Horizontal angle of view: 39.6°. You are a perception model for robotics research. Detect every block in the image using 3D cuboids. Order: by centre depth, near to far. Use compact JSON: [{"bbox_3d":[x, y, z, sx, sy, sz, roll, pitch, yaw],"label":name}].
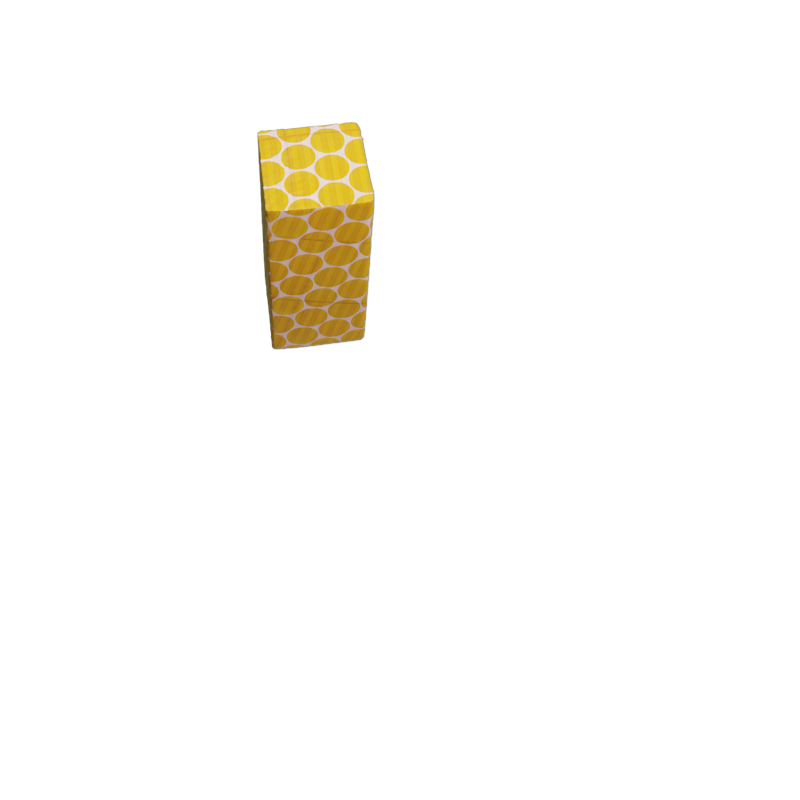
[{"bbox_3d":[-0.077,-0.141,0.989,0.089,0.097,0.193,-6,-33,-7],"label":"block"}]
